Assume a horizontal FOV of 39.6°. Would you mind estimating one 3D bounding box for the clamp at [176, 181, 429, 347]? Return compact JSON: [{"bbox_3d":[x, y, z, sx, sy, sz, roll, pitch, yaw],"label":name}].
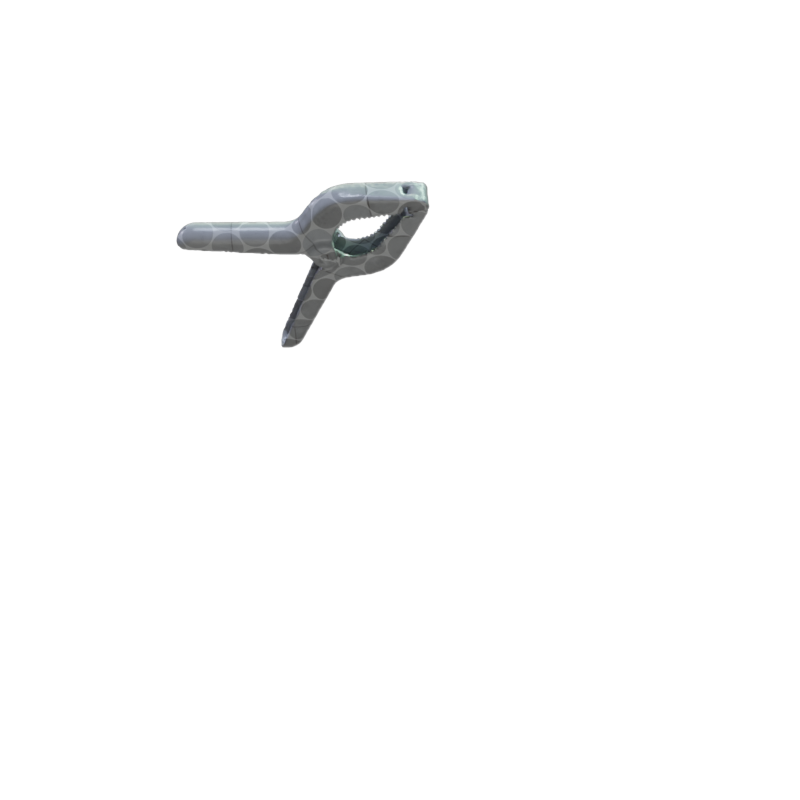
[{"bbox_3d":[-0.074,-0.135,0.943,0.209,0.039,0.154,-30,-51,27],"label":"clamp"}]
